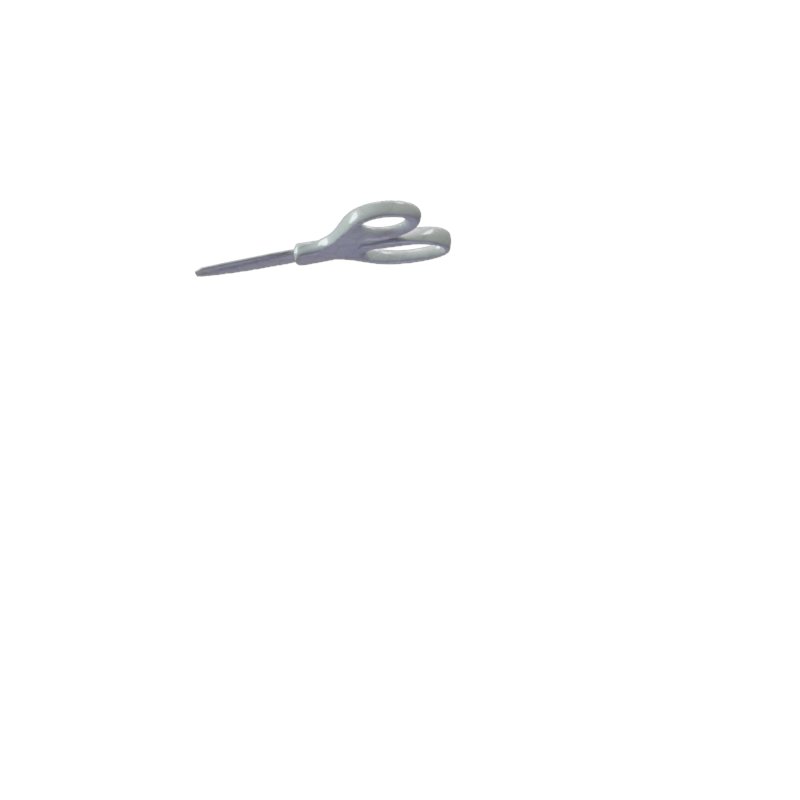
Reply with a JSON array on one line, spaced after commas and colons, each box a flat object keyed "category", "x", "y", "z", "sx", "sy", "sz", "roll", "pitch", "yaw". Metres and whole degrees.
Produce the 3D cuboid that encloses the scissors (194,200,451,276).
[{"category": "scissors", "x": -0.064, "y": -0.117, "z": 0.821, "sx": 0.203, "sy": 0.017, "sz": 0.091, "roll": -2, "pitch": -19, "yaw": 7}]
